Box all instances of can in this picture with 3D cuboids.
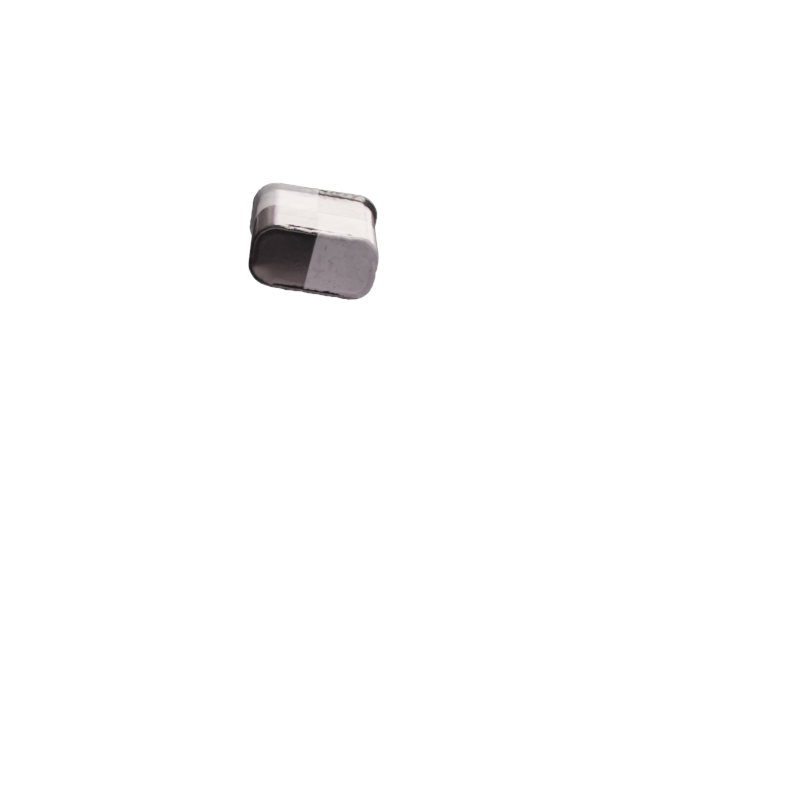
[{"bbox_3d":[-0.068,-0.124,0.866,0.101,0.055,0.089,8,29,-6],"label":"can"}]
